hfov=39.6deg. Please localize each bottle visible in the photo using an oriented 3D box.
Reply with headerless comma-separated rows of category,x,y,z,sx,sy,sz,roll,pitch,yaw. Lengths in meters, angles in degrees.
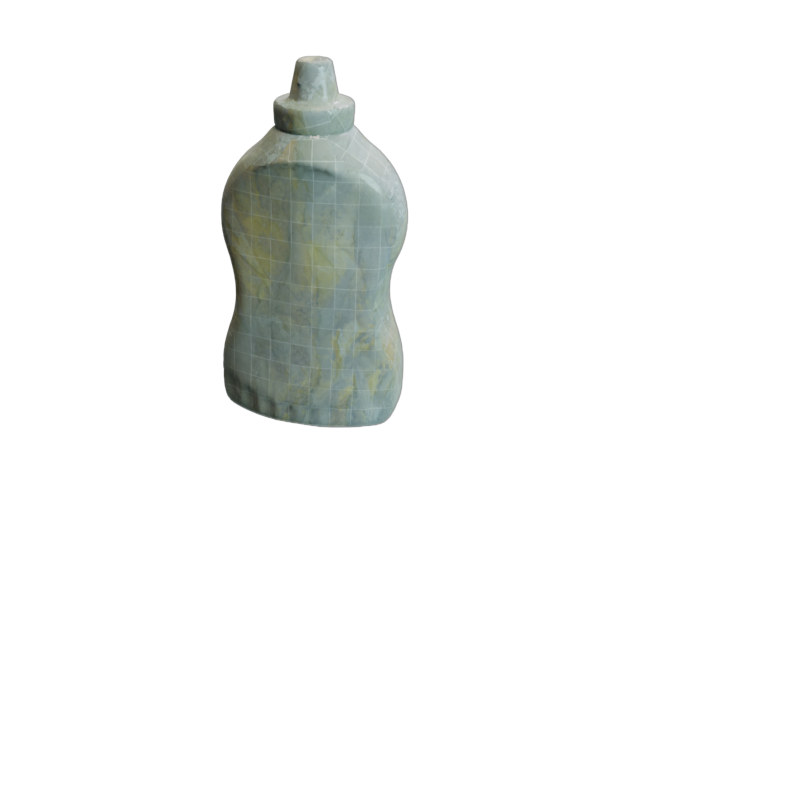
bottle,-0.045,-0.083,0.577,0.098,0.182,0.060,8,24,15
